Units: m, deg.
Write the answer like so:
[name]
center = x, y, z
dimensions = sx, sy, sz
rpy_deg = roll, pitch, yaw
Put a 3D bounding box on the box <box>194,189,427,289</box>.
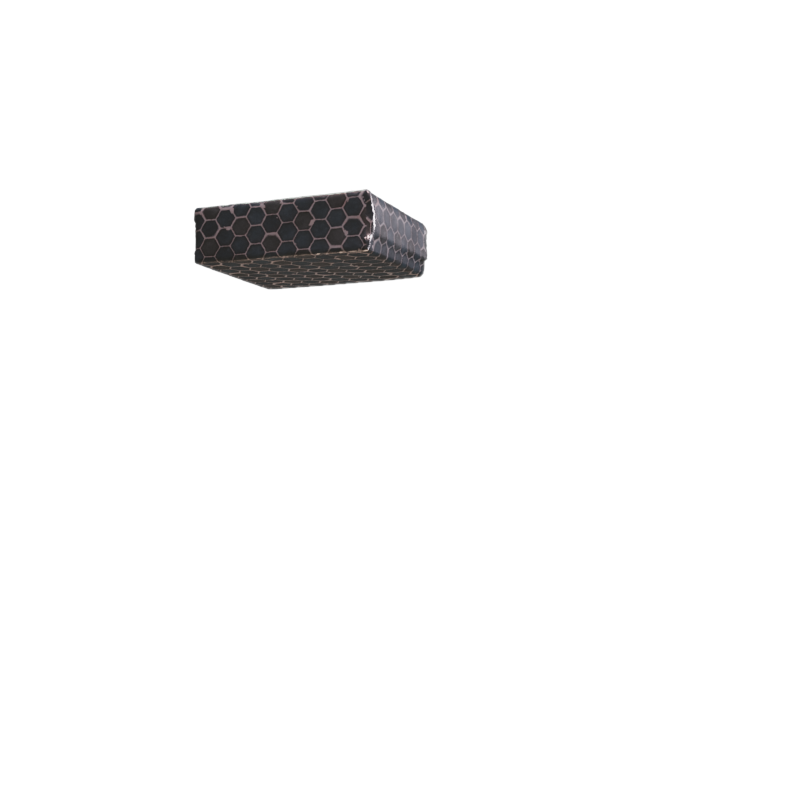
[box]
center = -0.041, -0.074, 0.522
dimensions = 0.091, 0.031, 0.070
rpy_deg = -2, -6, 24
